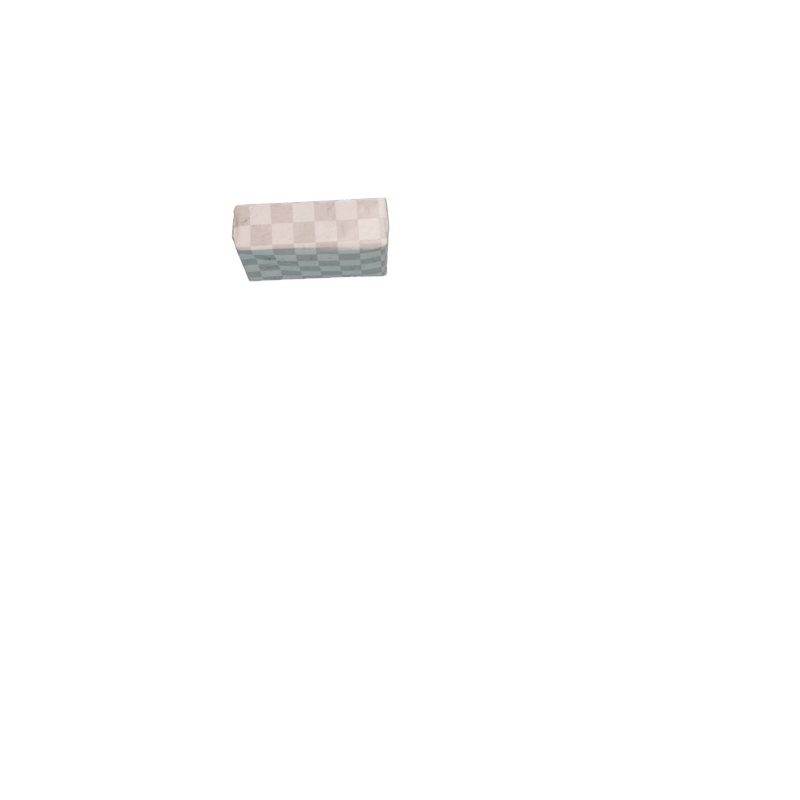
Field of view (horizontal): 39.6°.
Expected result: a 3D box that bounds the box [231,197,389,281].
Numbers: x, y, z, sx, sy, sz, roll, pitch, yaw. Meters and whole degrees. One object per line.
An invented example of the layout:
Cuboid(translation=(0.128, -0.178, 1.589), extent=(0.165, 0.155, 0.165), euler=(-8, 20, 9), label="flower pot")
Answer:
Cuboid(translation=(-0.065, -0.119, 0.834), extent=(0.114, 0.040, 0.087), euler=(0, -10, 1), label="box")
